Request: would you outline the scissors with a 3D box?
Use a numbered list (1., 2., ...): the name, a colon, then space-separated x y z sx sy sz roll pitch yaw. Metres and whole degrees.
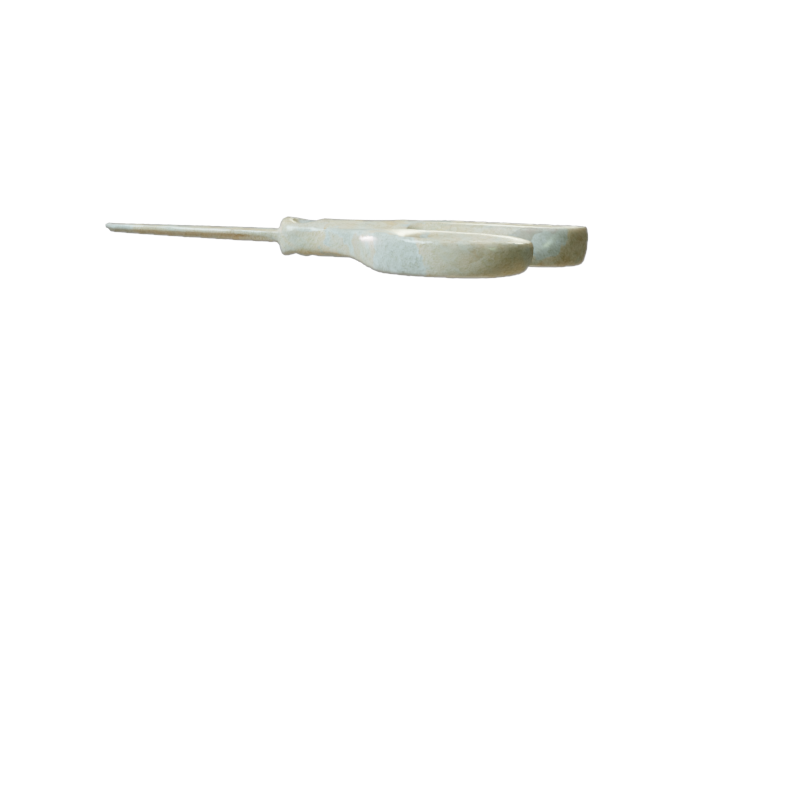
1. scissors: -0.033 -0.060 0.417 0.205 0.015 0.097 2 13 10
